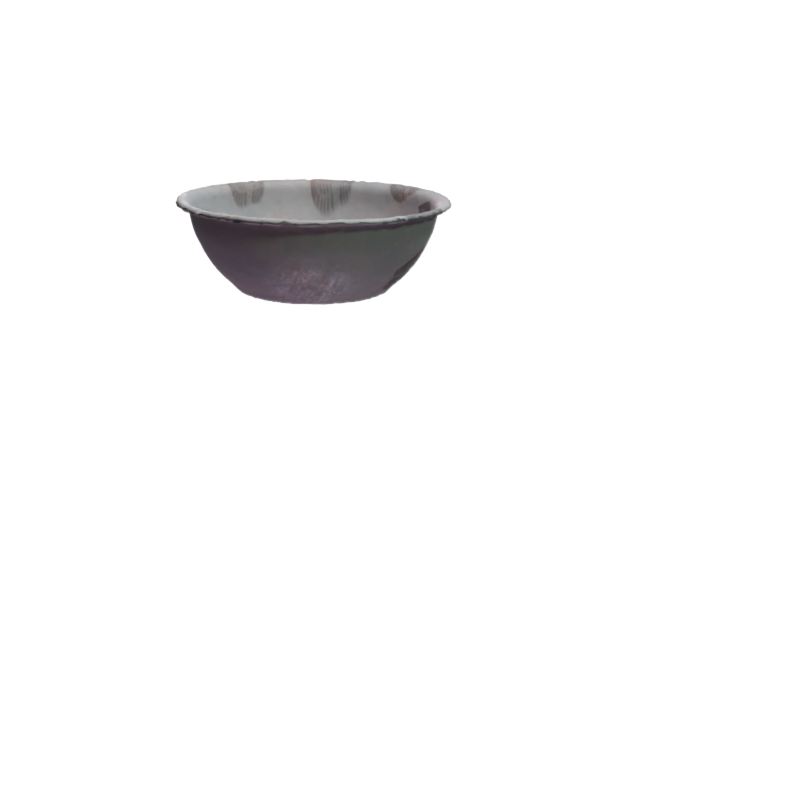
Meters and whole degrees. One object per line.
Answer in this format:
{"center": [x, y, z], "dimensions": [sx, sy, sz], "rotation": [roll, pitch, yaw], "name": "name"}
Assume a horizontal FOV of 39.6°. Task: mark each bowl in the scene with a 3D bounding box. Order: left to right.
{"center": [-0.051, -0.094, 0.658], "dimensions": [0.162, 0.053, 0.168], "rotation": [-1, 18, -2], "name": "bowl"}
